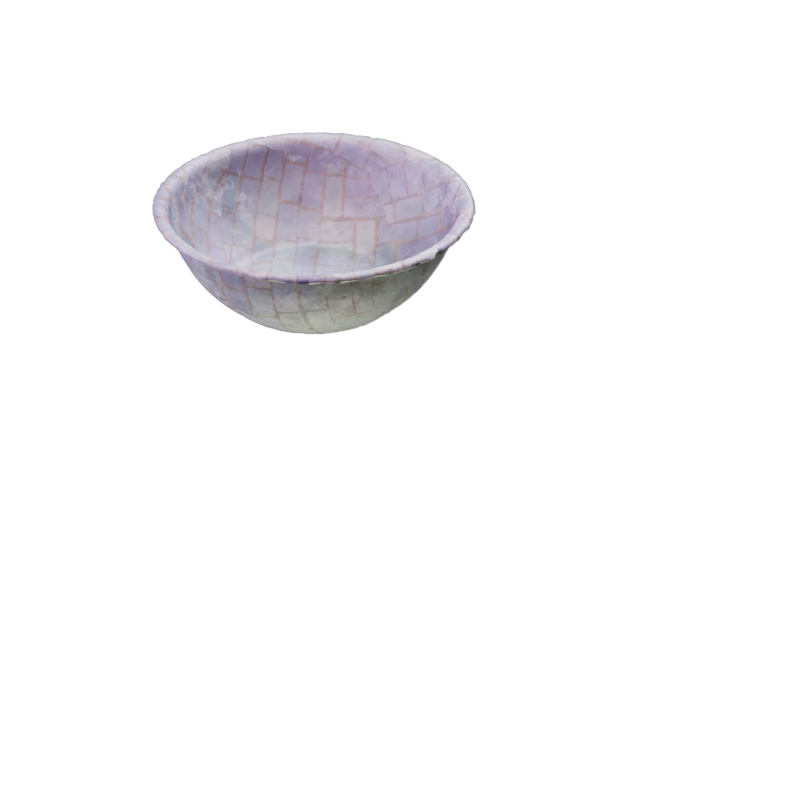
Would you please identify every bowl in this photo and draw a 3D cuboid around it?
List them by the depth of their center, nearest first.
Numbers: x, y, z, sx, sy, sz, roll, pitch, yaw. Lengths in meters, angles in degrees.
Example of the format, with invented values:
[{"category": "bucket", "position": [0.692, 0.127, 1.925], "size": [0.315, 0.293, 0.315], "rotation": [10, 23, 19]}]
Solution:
[{"category": "bowl", "position": [-0.045, -0.081, 0.569], "size": [0.162, 0.052, 0.173], "rotation": [-1, 35, -2]}]
